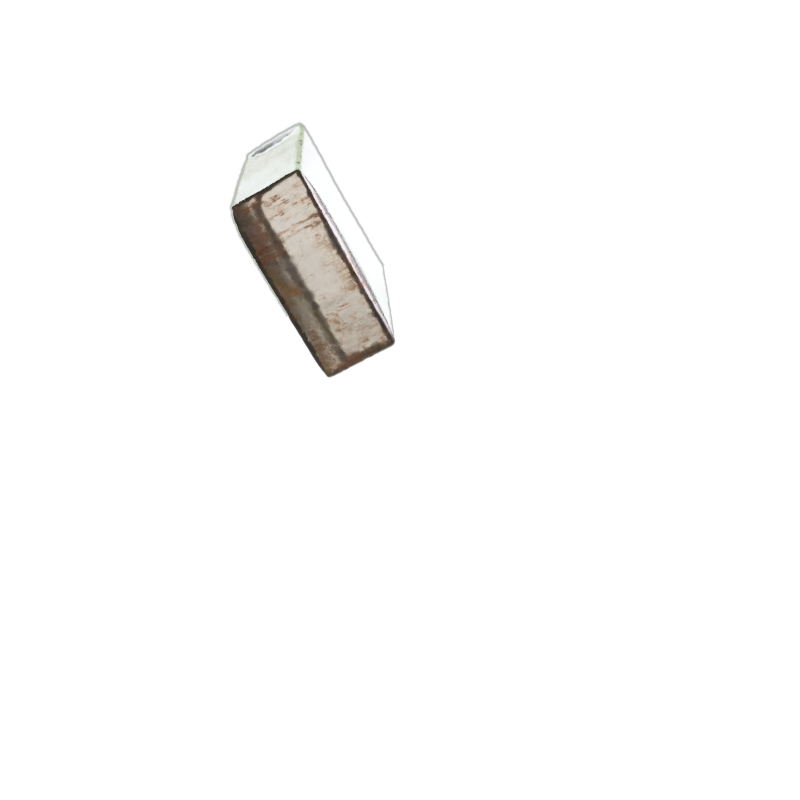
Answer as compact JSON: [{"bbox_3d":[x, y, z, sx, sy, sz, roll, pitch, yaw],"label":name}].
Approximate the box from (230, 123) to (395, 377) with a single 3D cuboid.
[{"bbox_3d":[-0.075,-0.138,0.964,0.072,0.157,0.223,-28,19,7],"label":"box"}]
